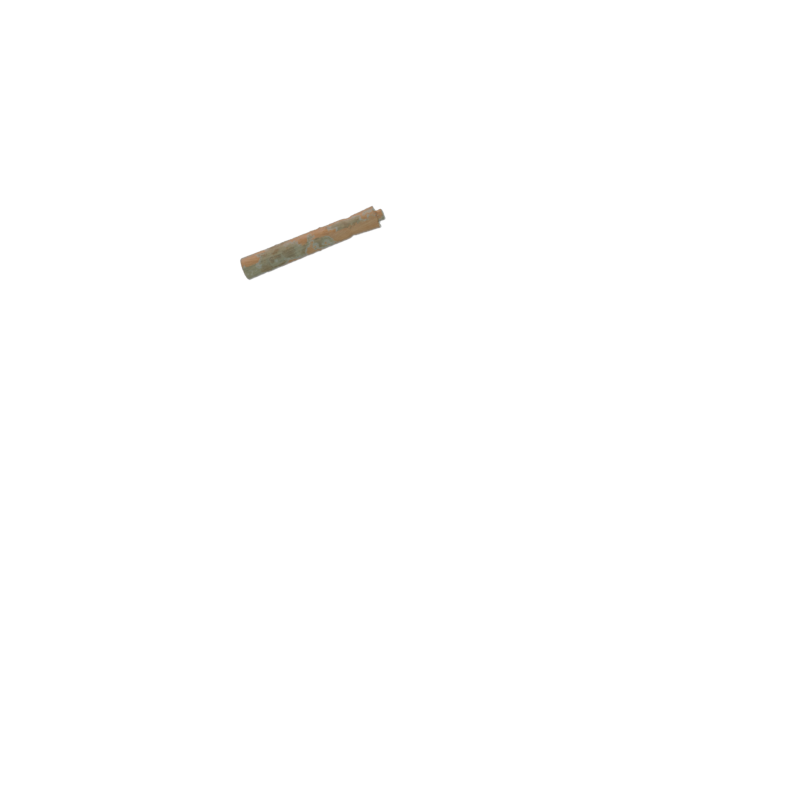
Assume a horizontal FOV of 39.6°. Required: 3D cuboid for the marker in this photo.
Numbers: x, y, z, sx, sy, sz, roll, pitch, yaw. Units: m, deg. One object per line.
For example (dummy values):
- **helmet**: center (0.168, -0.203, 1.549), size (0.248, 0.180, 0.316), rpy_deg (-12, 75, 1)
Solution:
- **marker**: center (-0.069, -0.127, 0.887), size (0.121, 0.020, 0.020), rpy_deg (-21, 2, 8)
